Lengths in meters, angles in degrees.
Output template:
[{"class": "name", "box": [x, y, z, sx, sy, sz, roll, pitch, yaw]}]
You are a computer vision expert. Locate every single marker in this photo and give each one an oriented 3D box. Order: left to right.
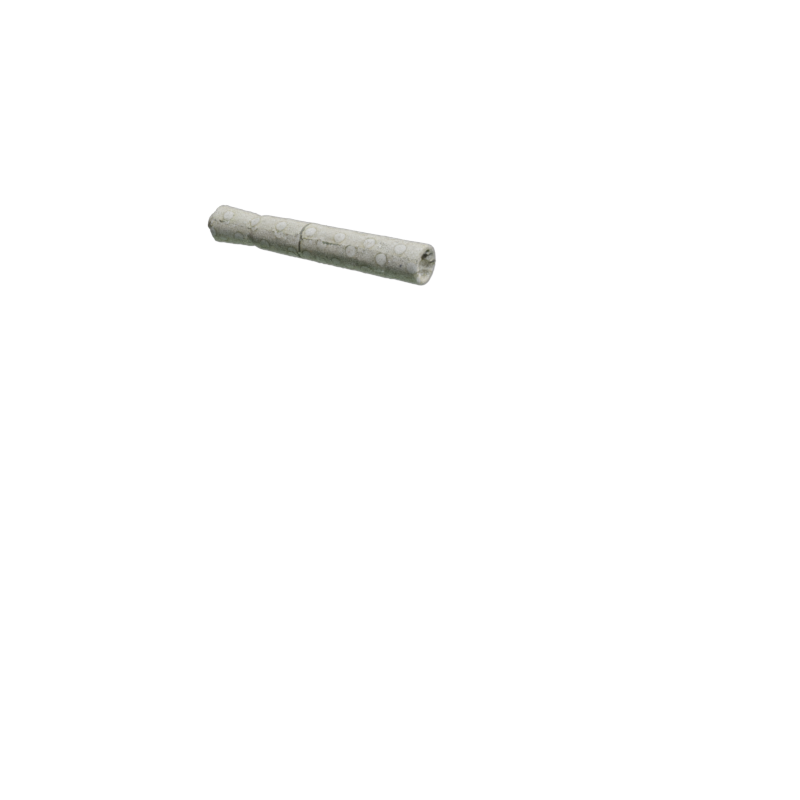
[{"class": "marker", "box": [-0.041, -0.074, 0.520, 0.127, 0.019, 0.019, 16, 11, 31]}]
